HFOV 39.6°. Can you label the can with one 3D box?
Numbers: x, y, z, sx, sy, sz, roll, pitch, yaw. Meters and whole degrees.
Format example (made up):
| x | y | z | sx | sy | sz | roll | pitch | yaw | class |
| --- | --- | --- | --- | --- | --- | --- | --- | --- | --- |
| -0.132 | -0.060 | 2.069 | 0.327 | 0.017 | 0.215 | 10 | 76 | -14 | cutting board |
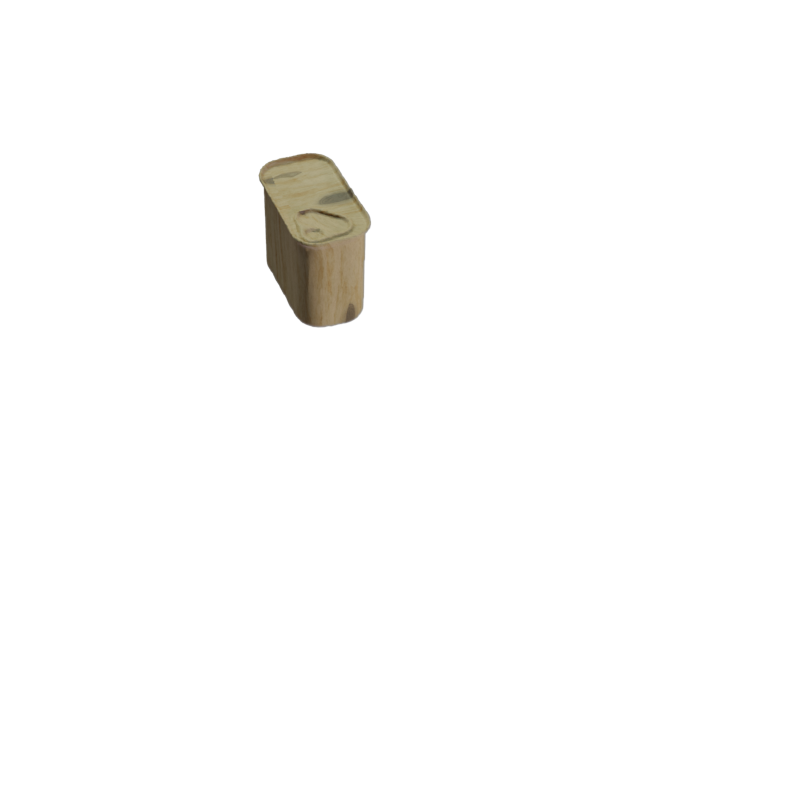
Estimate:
| x | y | z | sx | sy | sz | roll | pitch | yaw | class |
| --- | --- | --- | --- | --- | --- | --- | --- | --- | --- |
| -0.062 | -0.114 | 0.799 | 0.057 | 0.078 | 0.110 | -15 | 46 | -17 | can |
